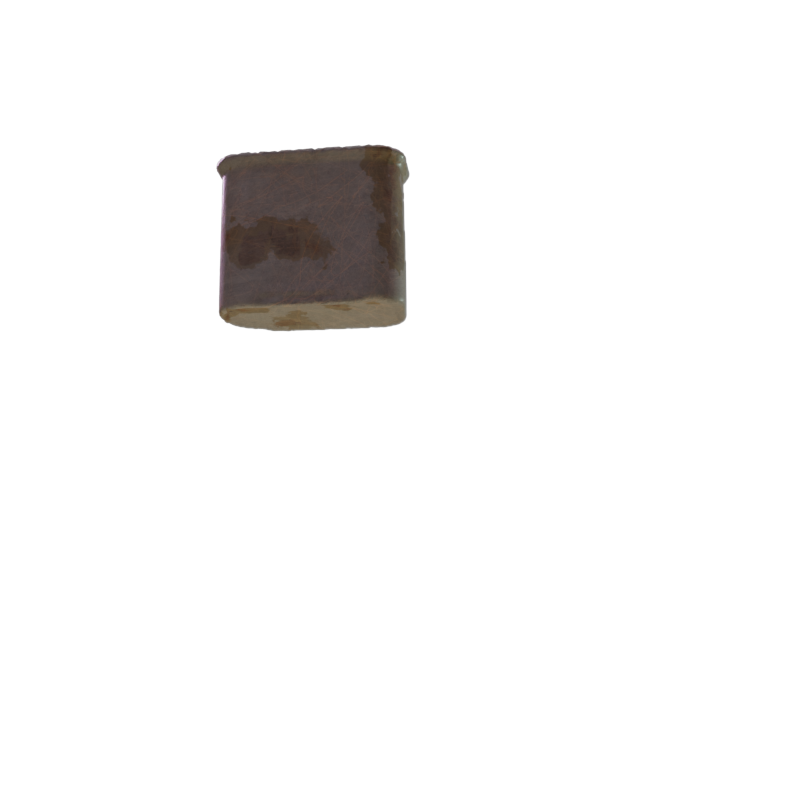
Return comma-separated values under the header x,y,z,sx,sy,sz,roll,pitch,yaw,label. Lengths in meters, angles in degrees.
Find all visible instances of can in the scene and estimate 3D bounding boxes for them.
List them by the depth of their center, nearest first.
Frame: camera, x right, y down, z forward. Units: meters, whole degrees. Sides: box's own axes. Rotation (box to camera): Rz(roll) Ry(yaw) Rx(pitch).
x,y,z,sx,sy,sz,roll,pitch,yaw,label
-0.046,-0.084,0.585,0.103,0.087,0.055,-3,-17,8,can
